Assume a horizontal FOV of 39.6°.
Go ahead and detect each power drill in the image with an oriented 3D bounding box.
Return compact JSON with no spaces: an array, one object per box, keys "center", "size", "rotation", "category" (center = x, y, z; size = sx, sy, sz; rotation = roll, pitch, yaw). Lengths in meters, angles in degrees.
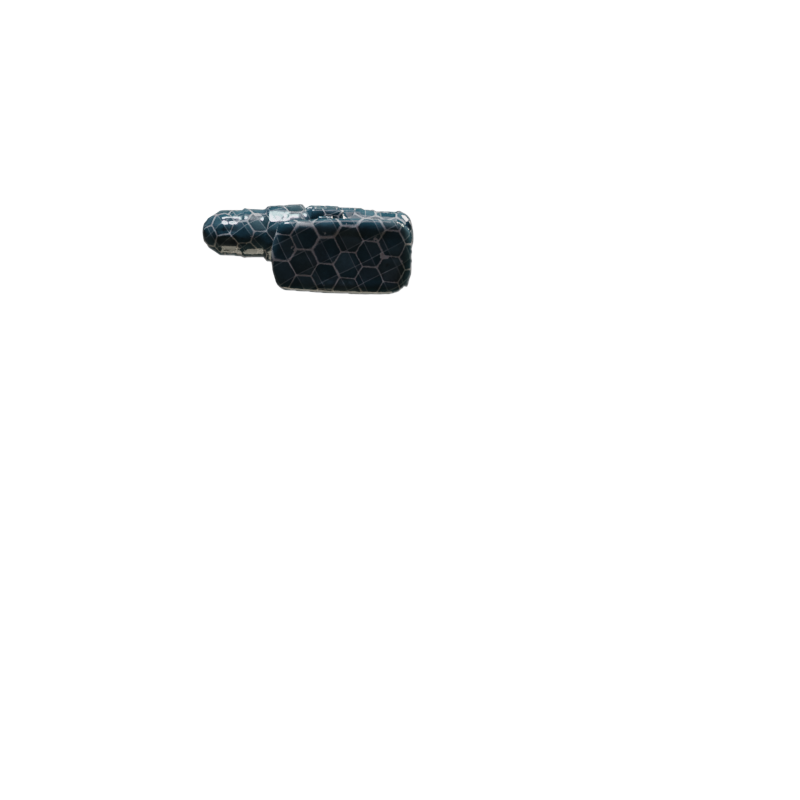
[{"center":[-0.071,-0.129,0.906],"size":[0.183,0.056,0.194],"rotation":[-2,15,-6],"category":"power drill"}]
